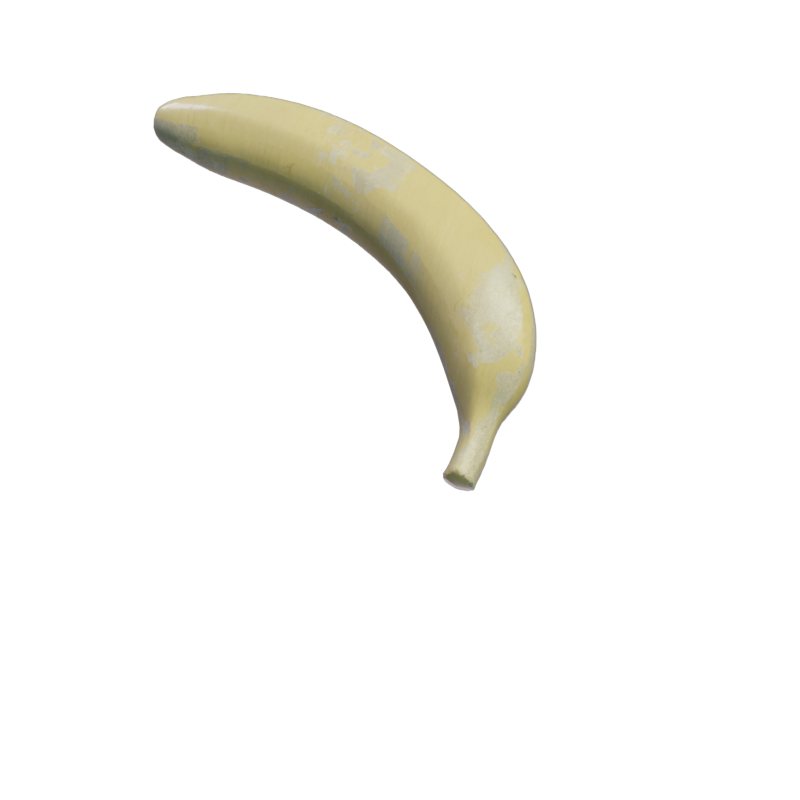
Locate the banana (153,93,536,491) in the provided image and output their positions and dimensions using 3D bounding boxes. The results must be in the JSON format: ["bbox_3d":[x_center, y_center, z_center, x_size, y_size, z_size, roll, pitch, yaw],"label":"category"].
[{"bbox_3d":[-0.014,-0.062,0.398,0.069,0.212,0.034,-29,-32,-21],"label":"banana"}]
